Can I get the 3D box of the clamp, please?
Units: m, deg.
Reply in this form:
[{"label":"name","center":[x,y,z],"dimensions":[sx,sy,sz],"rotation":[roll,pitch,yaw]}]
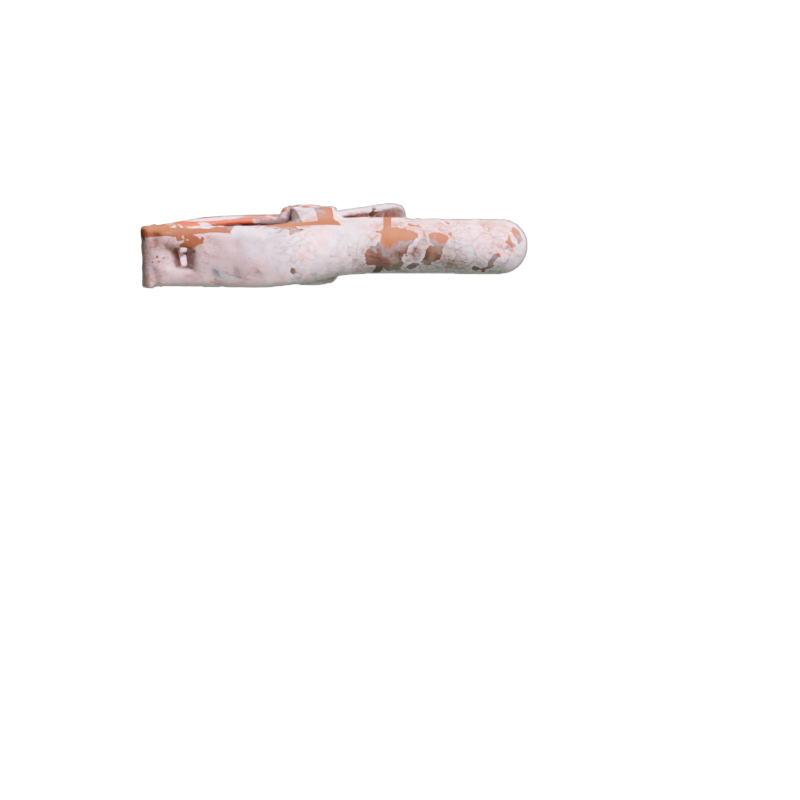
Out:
[{"label":"clamp","center":[-0.041,-0.075,0.526],"dimensions":[0.168,0.039,0.124],"rotation":[-3,9,-19]}]
